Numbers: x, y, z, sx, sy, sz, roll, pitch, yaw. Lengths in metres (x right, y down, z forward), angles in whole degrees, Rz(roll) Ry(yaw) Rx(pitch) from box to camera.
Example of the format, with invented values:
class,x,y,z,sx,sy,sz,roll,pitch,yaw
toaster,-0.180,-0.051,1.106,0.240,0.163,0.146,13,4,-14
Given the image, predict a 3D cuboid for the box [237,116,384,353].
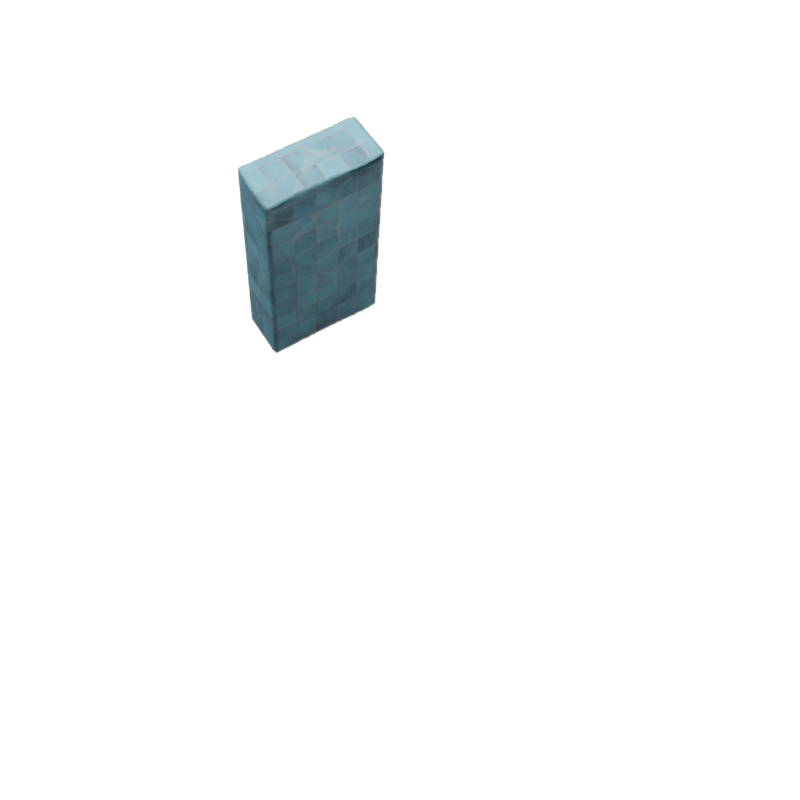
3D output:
class,x,y,z,sx,sy,sz,roll,pitch,yaw
box,-0.062,-0.112,0.788,0.093,0.051,0.165,-28,-24,-18
